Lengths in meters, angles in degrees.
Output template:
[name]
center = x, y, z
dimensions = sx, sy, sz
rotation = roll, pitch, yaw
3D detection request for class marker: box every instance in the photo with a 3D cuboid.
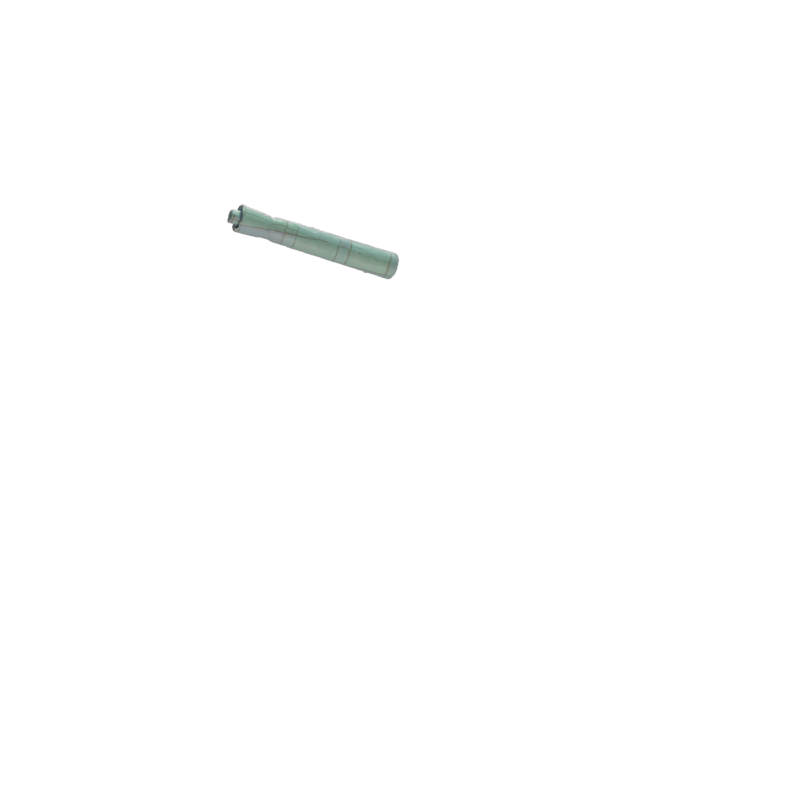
[marker]
center = -0.058, -0.106, 0.740
dimensions = 0.117, 0.020, 0.020
rotation = 15, -2, -20
